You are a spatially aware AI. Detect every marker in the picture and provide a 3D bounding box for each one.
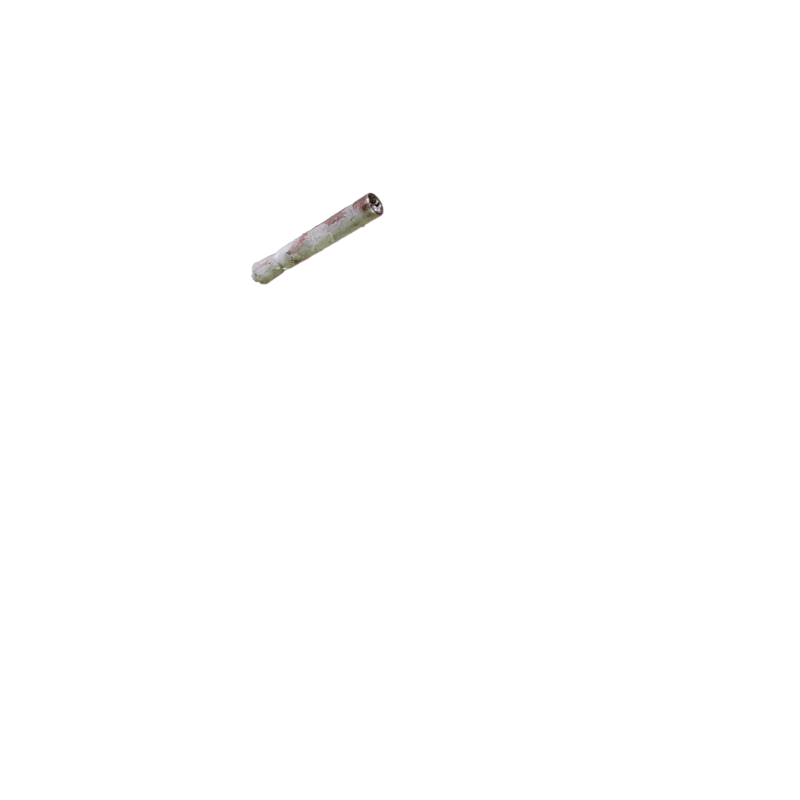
[{"bbox_3d":[-0.064,-0.117,0.820,0.121,0.020,0.019,-26,-11,30],"label":"marker"}]
